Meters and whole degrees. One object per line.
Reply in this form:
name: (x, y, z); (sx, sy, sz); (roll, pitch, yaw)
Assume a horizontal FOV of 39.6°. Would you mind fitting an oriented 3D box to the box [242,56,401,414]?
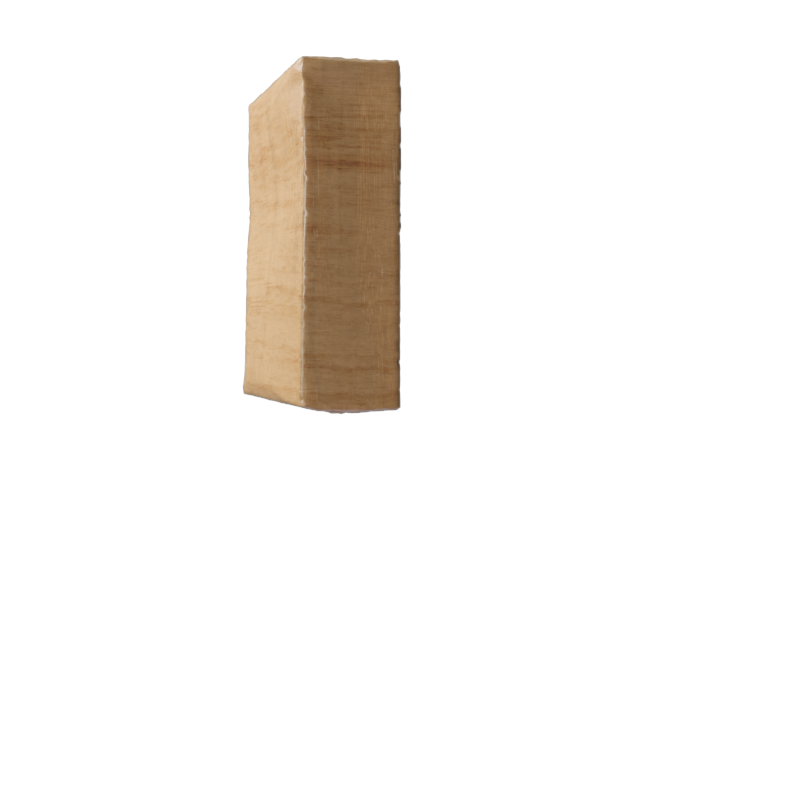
box: (-0.057, -0.105, 0.732); (0.070, 0.215, 0.167); (1, -1, -19)
